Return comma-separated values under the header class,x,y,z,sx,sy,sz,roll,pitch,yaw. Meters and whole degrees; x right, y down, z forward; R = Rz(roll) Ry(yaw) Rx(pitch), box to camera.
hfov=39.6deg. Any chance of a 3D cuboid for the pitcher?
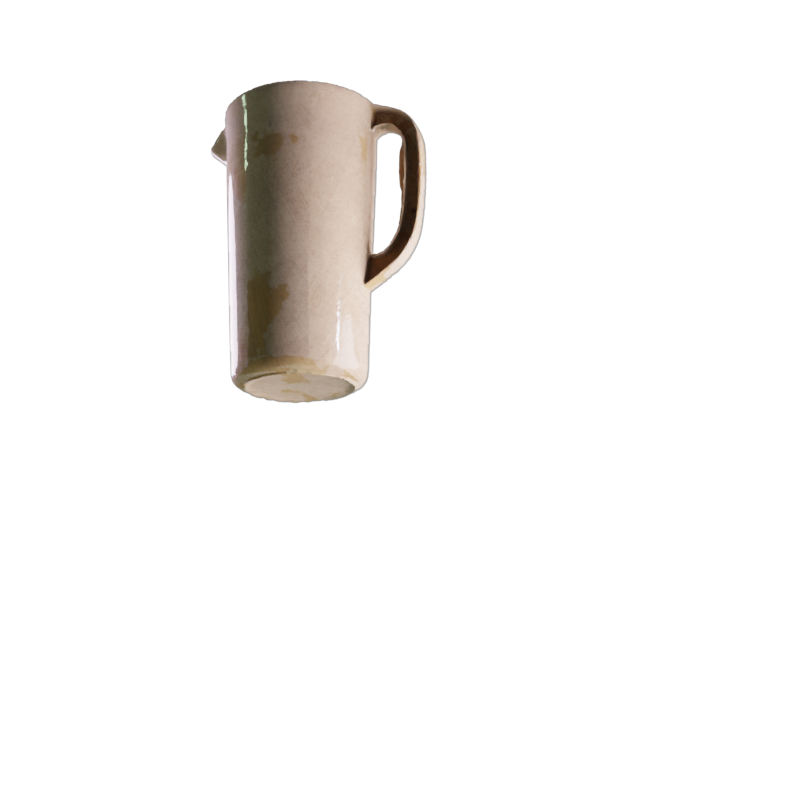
class,x,y,z,sx,sy,sz,roll,pitch,yaw
pitcher,-0.070,-0.128,0.899,0.139,0.255,0.148,9,-22,-26
